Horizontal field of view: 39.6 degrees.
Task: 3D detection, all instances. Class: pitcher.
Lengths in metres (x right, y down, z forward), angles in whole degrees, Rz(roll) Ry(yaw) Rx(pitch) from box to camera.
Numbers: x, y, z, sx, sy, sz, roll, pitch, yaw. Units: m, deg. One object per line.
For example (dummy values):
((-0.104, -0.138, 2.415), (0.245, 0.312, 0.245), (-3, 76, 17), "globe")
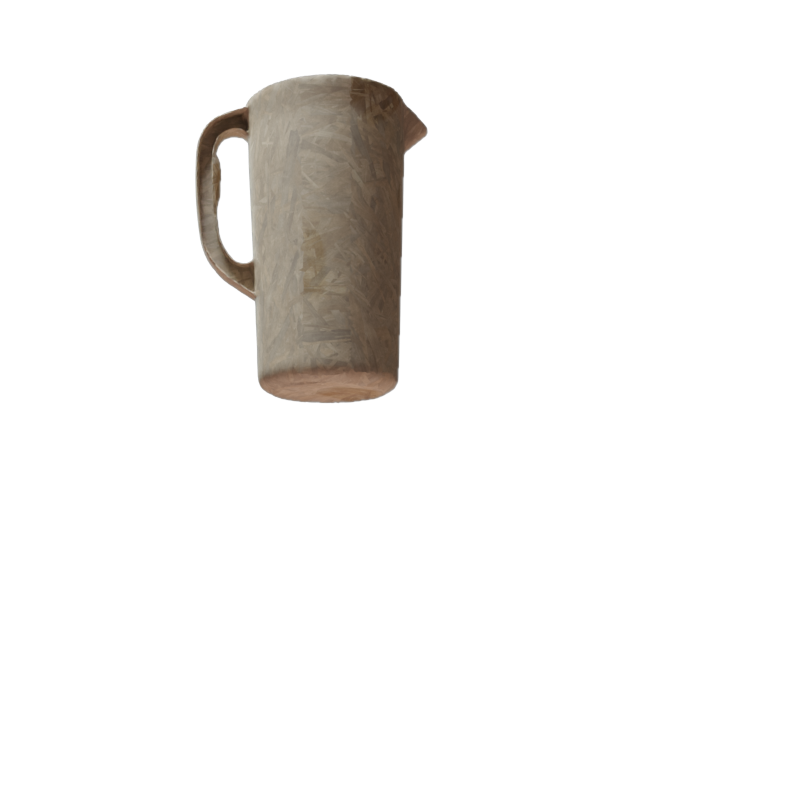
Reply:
((-0.069, -0.126, 0.880), (0.152, 0.253, 0.136), (-12, -19, 36), "pitcher")
